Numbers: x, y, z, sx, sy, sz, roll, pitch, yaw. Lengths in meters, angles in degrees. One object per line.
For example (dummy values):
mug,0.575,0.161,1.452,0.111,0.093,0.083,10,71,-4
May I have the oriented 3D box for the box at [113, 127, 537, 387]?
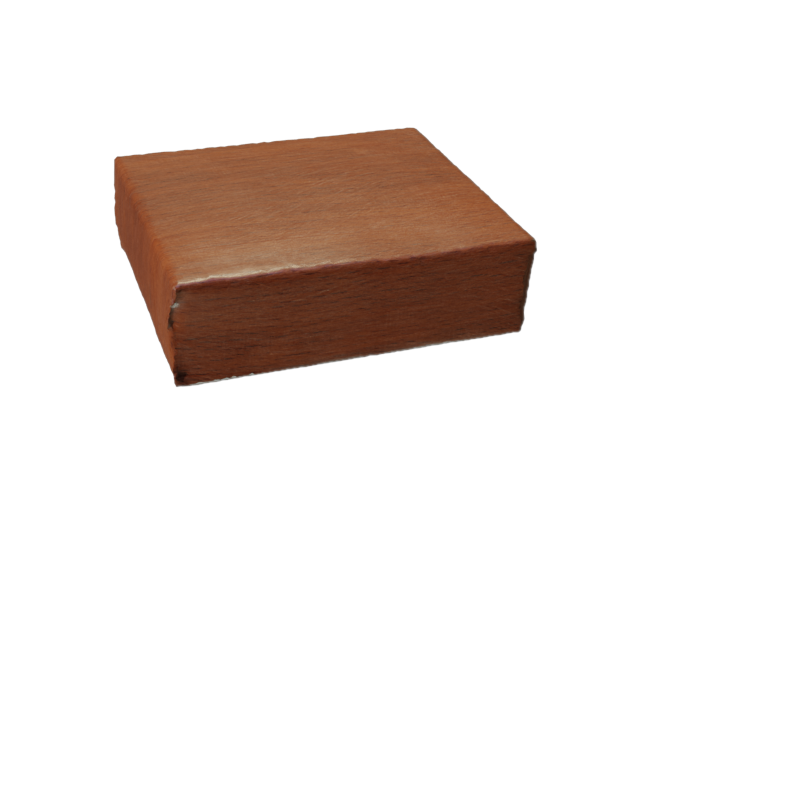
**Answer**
box,-0.028,-0.051,0.354,0.112,0.036,0.097,-12,35,-18
